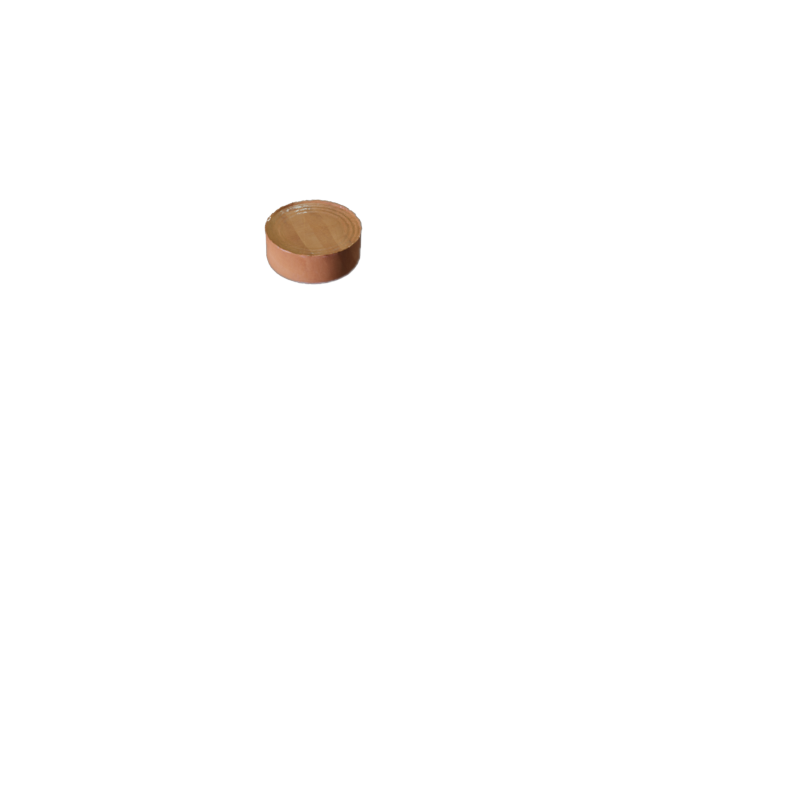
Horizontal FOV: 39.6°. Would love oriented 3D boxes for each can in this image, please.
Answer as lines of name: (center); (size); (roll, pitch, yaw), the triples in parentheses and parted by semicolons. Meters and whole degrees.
can: (-0.077, -0.140, 0.983); (0.086, 0.031, 0.092); (-1, 41, -2)
